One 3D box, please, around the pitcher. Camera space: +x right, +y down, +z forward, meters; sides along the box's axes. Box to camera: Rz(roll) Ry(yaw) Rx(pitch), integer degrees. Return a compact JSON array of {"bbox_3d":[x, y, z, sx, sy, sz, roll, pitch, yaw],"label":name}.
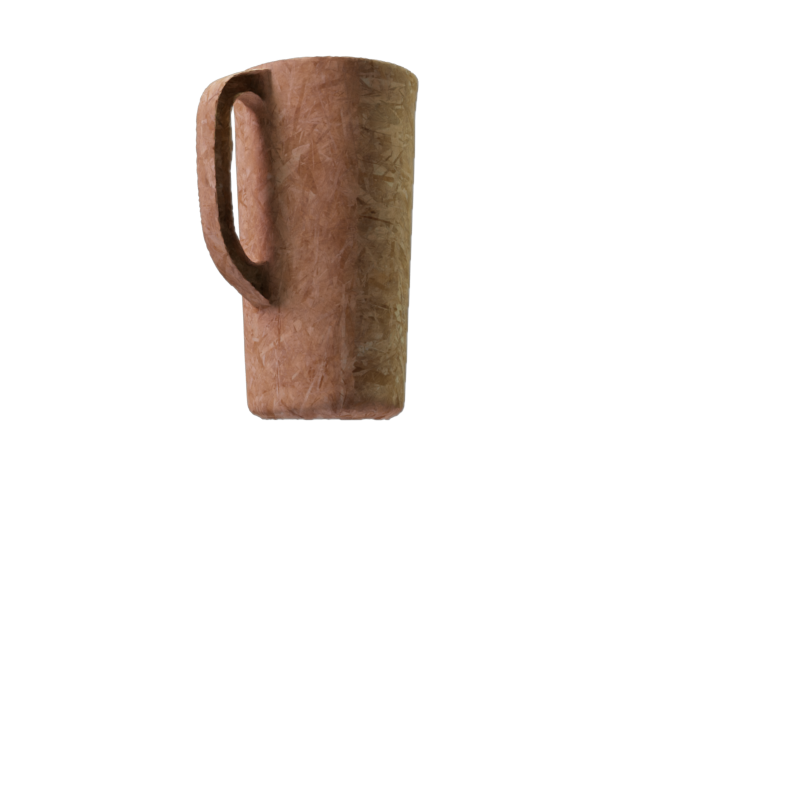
[{"bbox_3d":[-0.060,-0.109,0.765,0.149,0.248,0.142,0,-7,0],"label":"pitcher"}]
